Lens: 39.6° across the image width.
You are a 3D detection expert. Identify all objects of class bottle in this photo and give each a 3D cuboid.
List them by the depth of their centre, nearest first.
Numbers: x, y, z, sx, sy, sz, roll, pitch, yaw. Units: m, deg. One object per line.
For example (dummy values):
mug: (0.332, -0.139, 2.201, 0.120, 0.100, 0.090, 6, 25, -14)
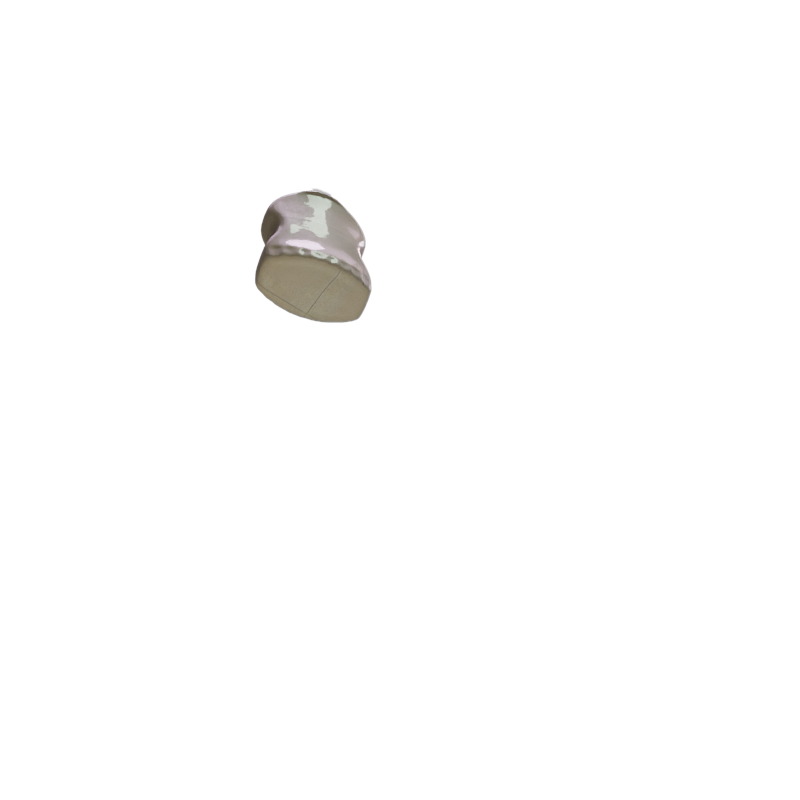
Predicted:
bottle: (-0.078, -0.142, 0.997, 0.094, 0.056, 0.204, 15, 29, -12)
